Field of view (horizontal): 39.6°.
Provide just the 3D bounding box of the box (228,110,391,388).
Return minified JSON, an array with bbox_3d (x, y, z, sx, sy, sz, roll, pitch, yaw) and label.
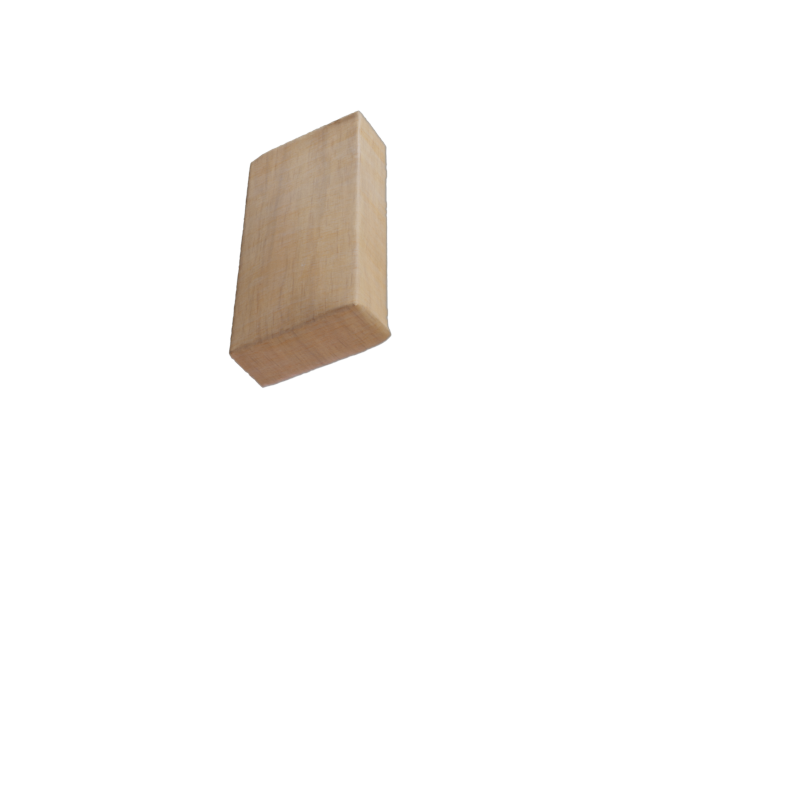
[{"bbox_3d":[-0.056,-0.101,0.710,0.094,0.189,0.044,-21,-43,21],"label":"box"}]
